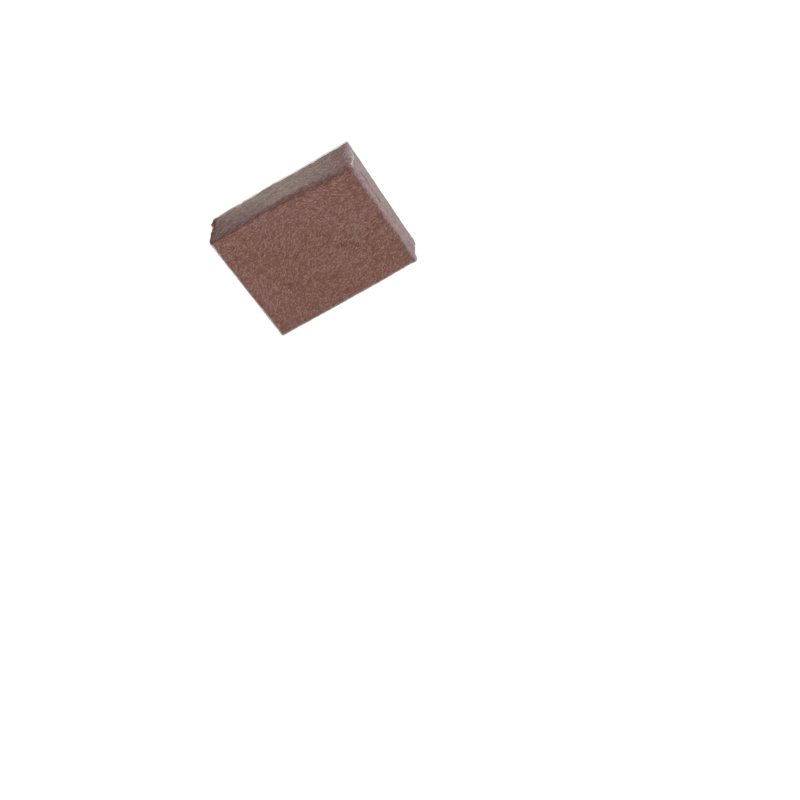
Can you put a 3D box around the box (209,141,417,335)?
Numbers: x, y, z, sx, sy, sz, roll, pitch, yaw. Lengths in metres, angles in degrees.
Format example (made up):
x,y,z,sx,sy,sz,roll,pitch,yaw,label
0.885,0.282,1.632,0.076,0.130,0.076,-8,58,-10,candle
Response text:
x,y,z,sx,sy,sz,roll,pitch,yaw,label
-0.059,-0.107,0.752,0.113,0.084,0.041,-27,30,16,box
